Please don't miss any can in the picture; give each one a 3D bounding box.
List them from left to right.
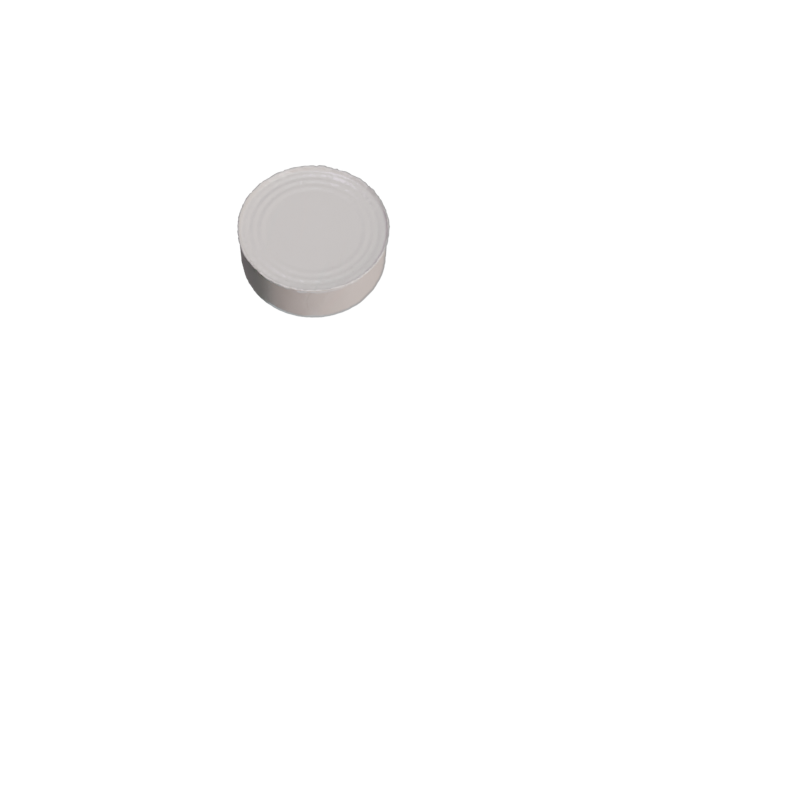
[{"bbox_3d":[-0.050,-0.091,0.636,0.086,0.092,0.031,-1,-31,-1],"label":"can"}]
